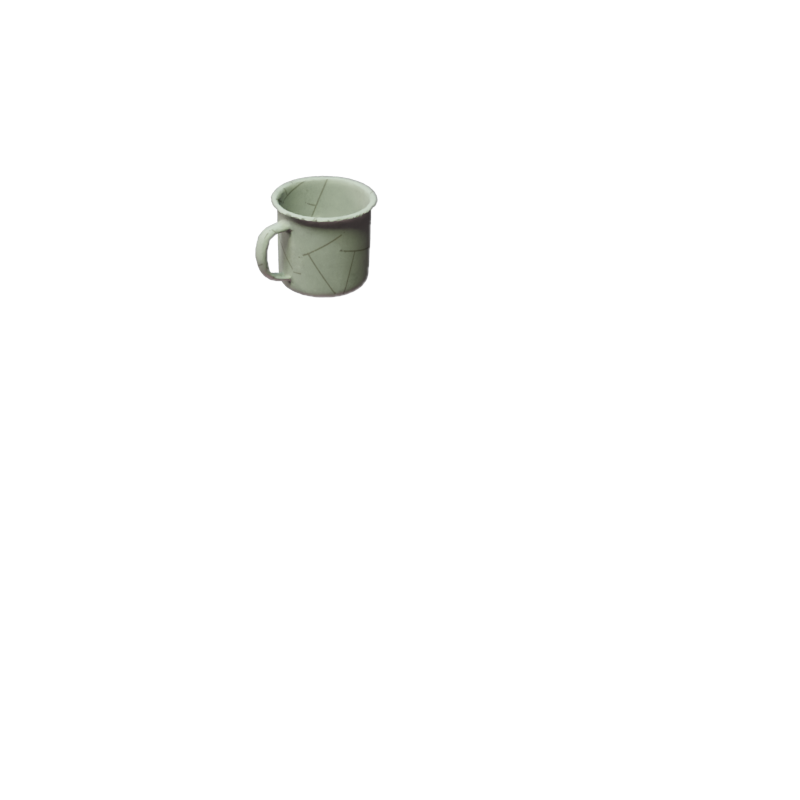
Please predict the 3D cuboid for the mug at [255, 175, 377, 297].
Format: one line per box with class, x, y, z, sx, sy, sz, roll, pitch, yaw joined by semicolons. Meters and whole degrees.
mug;-0.077;-0.140;0.978;0.116;0.077;0.100;-24;39;-35
